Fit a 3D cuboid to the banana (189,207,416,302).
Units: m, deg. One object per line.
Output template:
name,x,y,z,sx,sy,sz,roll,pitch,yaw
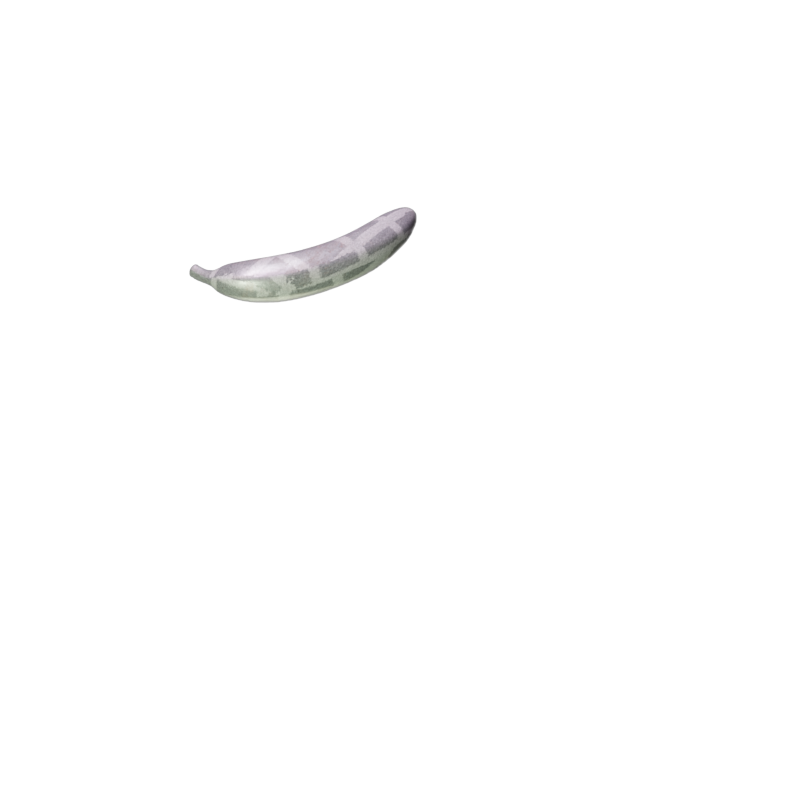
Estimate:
banana,-0.067,-0.115,0.894,0.196,0.034,0.075,-16,48,-15
